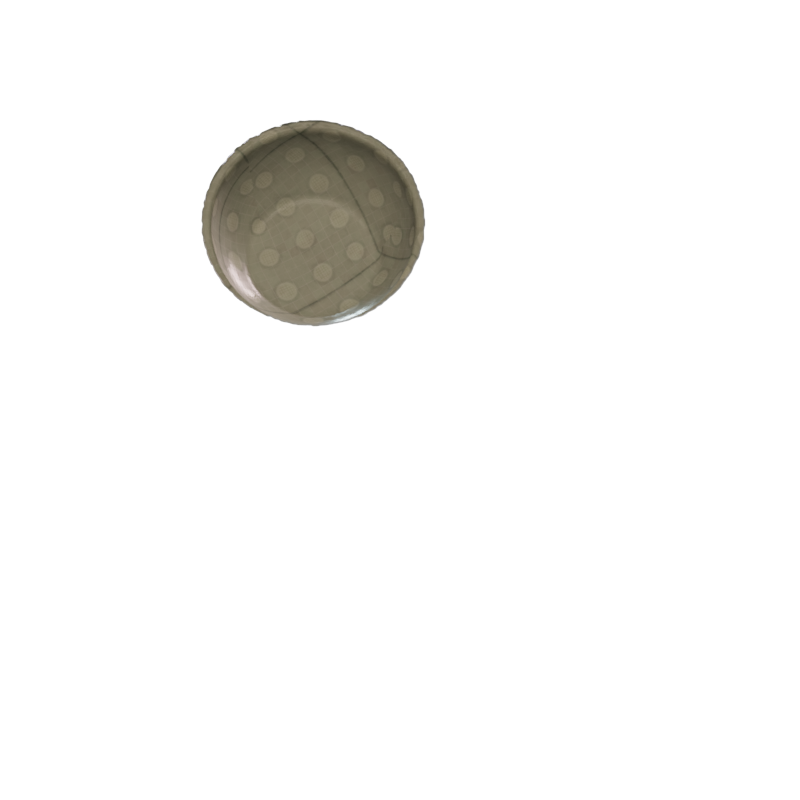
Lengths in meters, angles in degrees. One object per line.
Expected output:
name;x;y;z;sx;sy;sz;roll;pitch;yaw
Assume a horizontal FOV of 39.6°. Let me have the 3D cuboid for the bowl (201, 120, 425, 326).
bowl;-0.061;-0.111;0.778;0.162;0.153;0.058;1;27;-1
